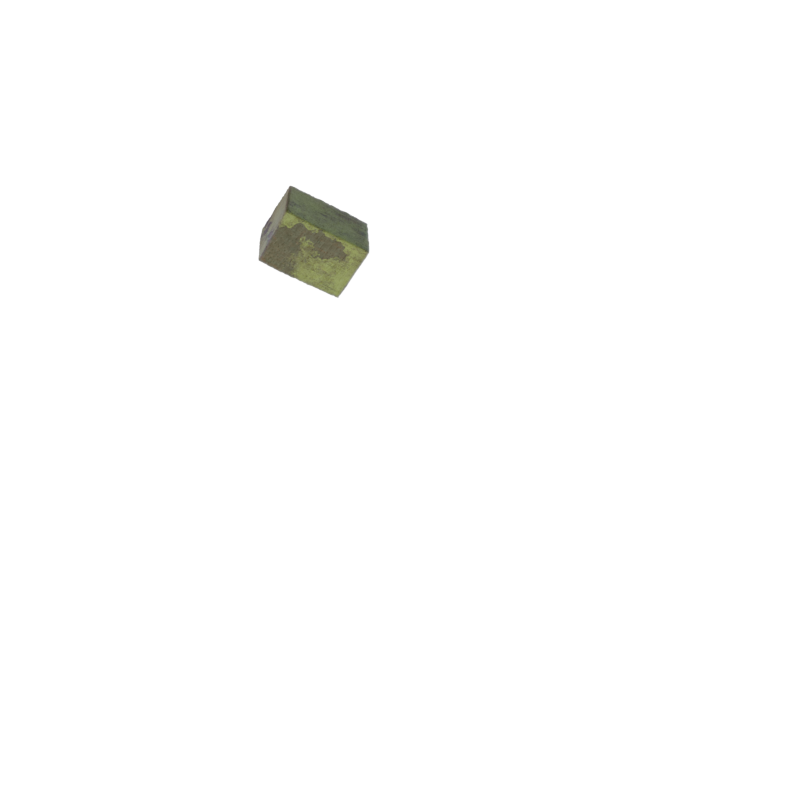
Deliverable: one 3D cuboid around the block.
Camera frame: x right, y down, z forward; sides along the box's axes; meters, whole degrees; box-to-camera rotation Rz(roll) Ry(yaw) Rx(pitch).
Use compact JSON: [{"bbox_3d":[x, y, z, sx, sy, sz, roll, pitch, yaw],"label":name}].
[{"bbox_3d":[-0.072,-0.131,0.916,0.075,0.051,0.055,25,29,-17],"label":"block"}]
